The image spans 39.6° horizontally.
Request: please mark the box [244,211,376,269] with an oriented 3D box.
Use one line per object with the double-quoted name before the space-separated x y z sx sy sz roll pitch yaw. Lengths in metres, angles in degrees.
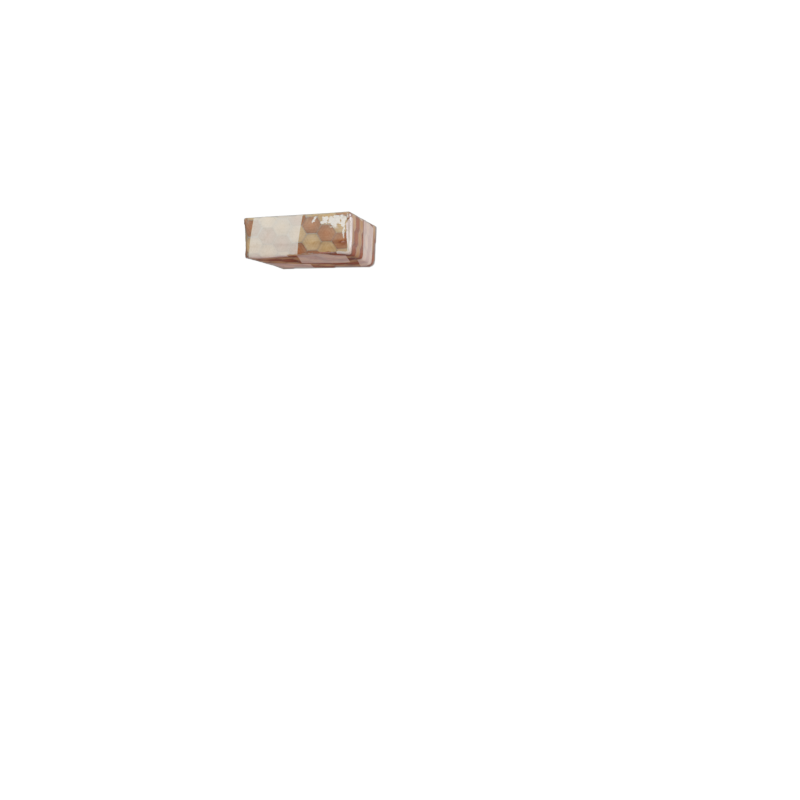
"box" -0.074 -0.134 0.942 0.091 0.039 0.110 0 -1 12
